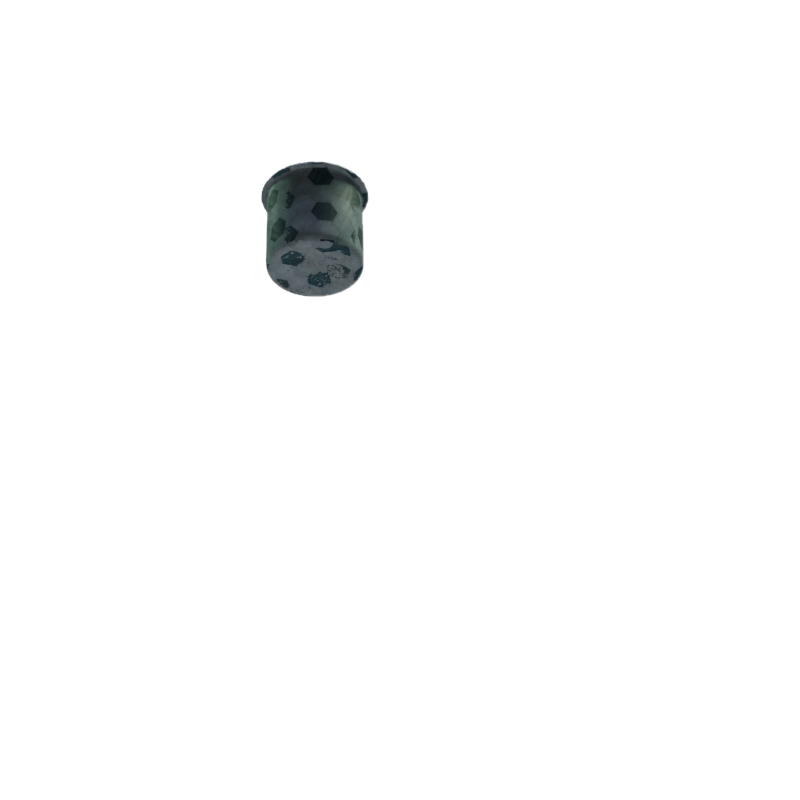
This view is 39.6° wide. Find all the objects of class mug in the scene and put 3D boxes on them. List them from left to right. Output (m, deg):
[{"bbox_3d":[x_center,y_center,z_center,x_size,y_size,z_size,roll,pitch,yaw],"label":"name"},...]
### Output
[{"bbox_3d":[-0.074,-0.135,0.949,0.092,0.087,0.110,4,-34,-8],"label":"mug"}]
